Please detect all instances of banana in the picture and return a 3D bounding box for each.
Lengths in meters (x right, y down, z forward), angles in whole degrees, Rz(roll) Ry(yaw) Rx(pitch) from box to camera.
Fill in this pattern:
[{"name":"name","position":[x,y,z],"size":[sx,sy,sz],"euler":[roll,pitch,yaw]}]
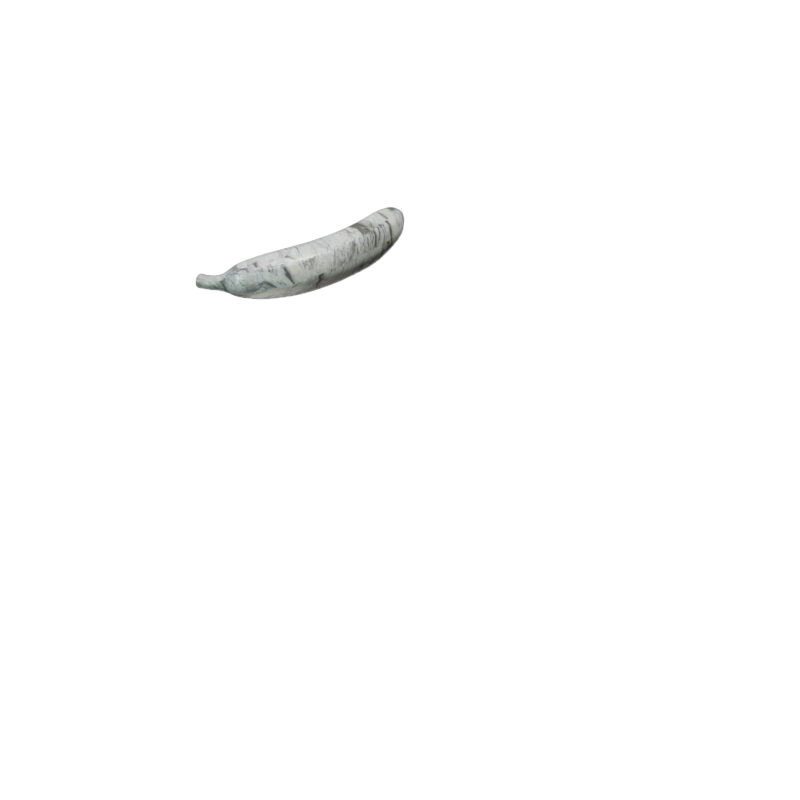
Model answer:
[{"name":"banana","position":[-0.063,-0.118,0.887],"size":[0.195,0.034,0.075],"euler":[-22,39,-29]}]
